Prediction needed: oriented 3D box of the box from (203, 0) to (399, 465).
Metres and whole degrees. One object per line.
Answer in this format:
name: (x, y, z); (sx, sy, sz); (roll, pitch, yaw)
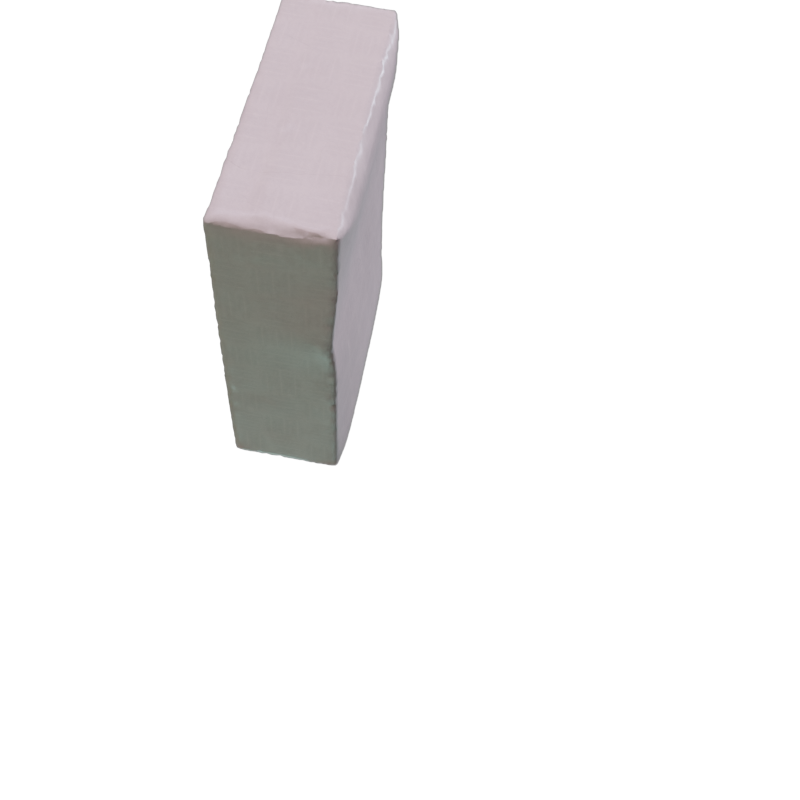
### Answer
box: (-0.048, -0.088, 0.617); (0.072, 0.174, 0.200); (9, -34, 2)
